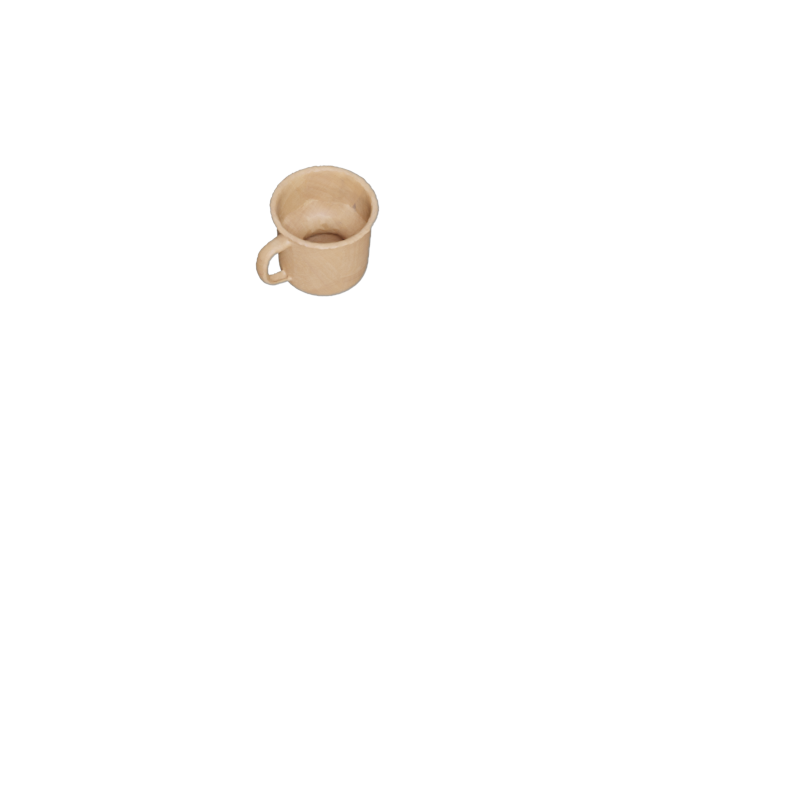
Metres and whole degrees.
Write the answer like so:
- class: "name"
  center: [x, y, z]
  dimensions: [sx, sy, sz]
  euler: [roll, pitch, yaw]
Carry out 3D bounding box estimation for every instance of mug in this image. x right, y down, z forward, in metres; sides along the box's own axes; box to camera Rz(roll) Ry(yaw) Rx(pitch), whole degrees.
- class: "mug"
  center: [-0.076, -0.138, 0.969]
  dimensions: [0.118, 0.099, 0.076]
  euler: [-36, -27, -23]
